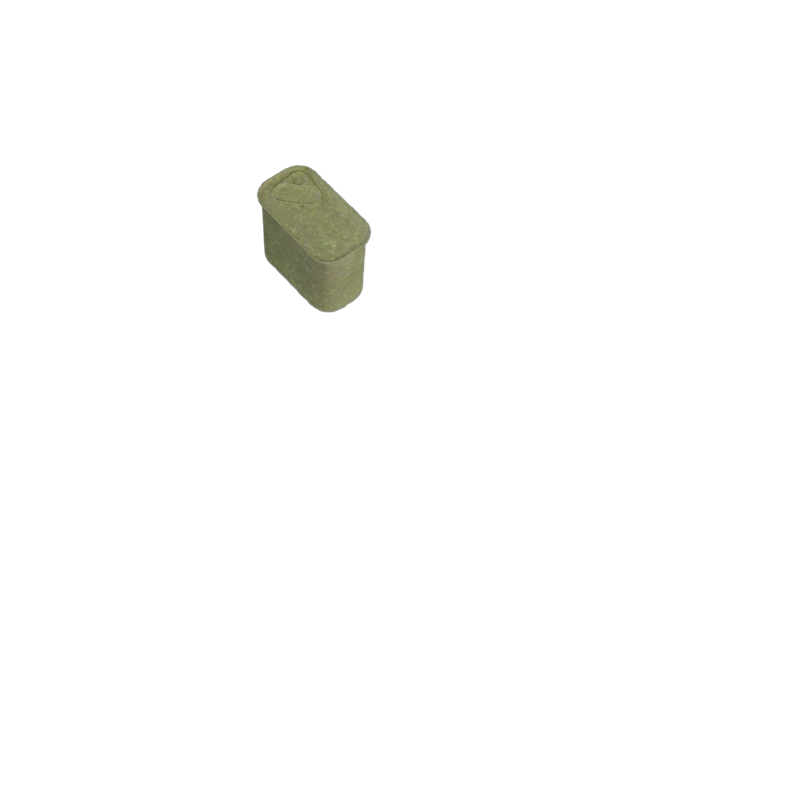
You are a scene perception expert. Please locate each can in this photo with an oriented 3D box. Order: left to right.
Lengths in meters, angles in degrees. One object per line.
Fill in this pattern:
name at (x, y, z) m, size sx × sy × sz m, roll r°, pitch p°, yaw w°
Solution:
can at (-0.073, -0.133, 0.934) m, size 0.058 × 0.108 × 0.078 m, roll -34°, pitch -25°, yaw -21°
